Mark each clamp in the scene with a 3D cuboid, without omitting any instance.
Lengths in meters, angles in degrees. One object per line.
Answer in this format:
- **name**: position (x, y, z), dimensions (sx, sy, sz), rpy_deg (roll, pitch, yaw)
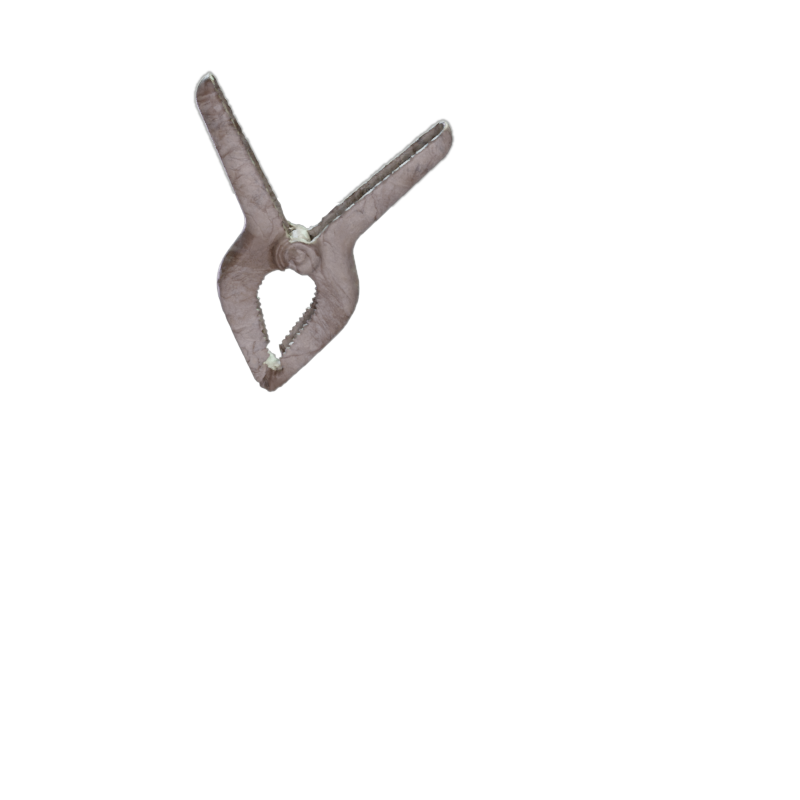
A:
- **clamp**: position (-0.057, -0.104, 0.727), dimensions (0.164, 0.201, 0.038), rpy_deg (6, 20, -2)
